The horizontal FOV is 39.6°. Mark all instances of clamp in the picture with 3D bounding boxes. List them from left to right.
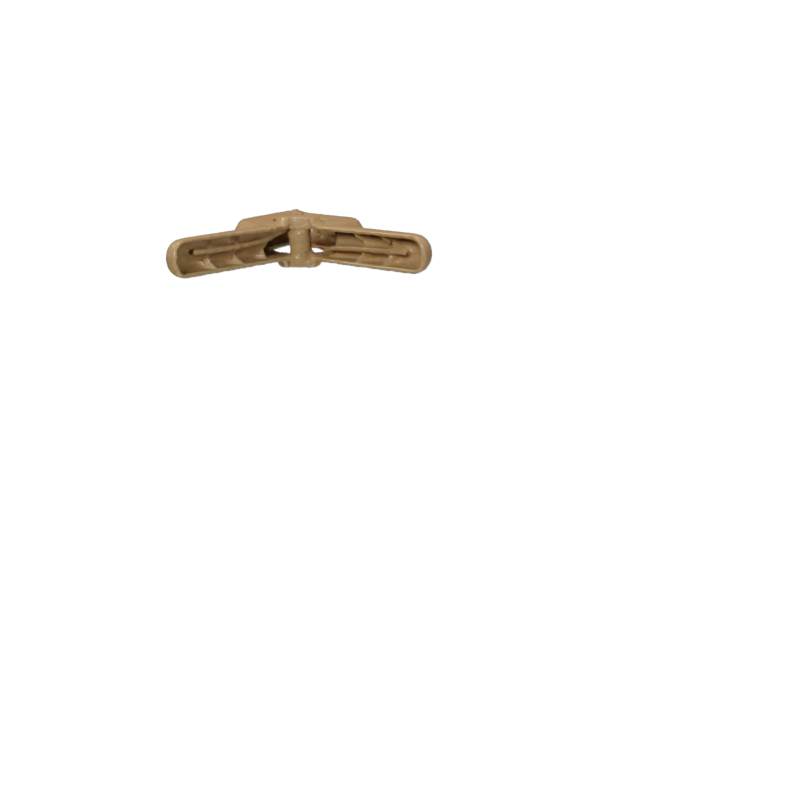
[{"bbox_3d":[-0.060,-0.110,0.772,0.166,0.035,0.214,1,14,3],"label":"clamp"}]
